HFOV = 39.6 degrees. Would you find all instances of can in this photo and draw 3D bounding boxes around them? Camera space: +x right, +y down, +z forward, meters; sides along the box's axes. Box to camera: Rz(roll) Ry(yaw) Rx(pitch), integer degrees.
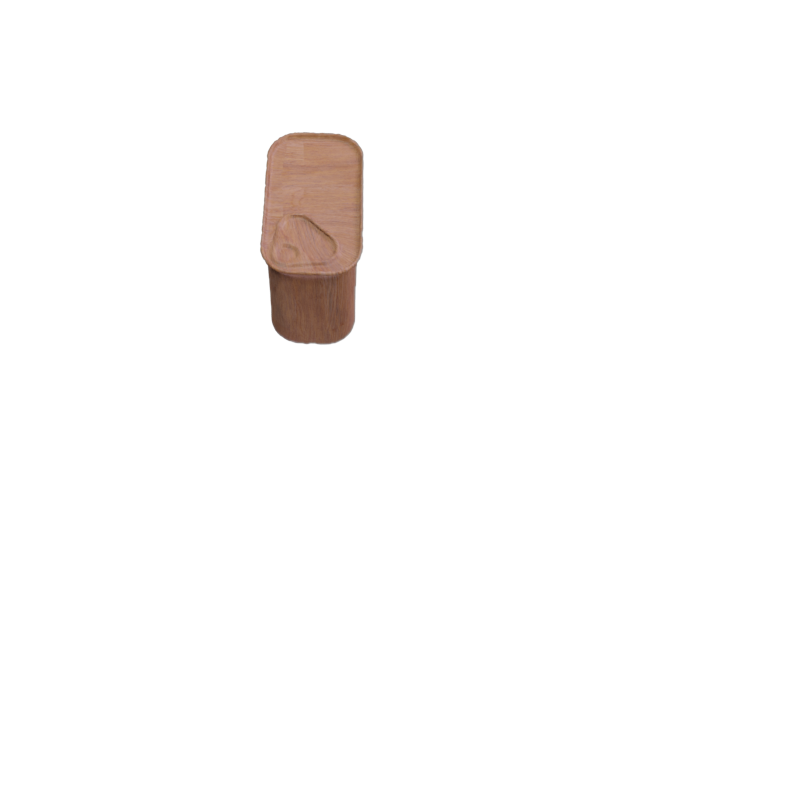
[{"bbox_3d":[-0.052,-0.095,0.667,0.057,0.109,0.078,1,-32,-2],"label":"can"}]
